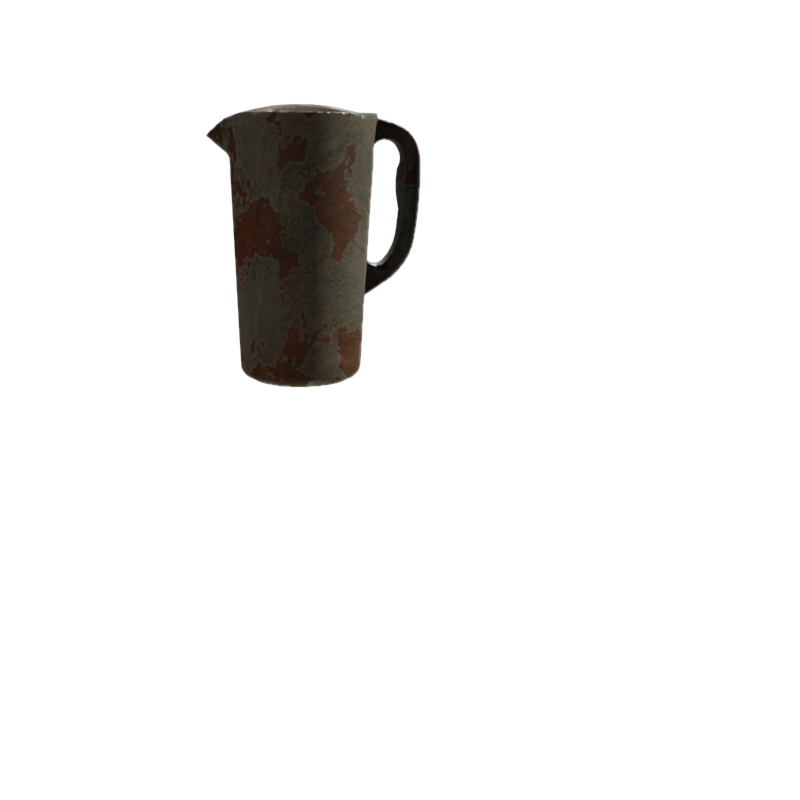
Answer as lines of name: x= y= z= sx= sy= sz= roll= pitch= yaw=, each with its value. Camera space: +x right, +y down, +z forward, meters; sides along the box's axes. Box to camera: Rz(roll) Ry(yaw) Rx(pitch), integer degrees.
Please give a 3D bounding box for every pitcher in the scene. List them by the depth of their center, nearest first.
pitcher: x=-0.077 y=-0.141 z=0.987 sx=0.156 sy=0.239 sz=0.141 roll=6 pitch=10 yaw=34
